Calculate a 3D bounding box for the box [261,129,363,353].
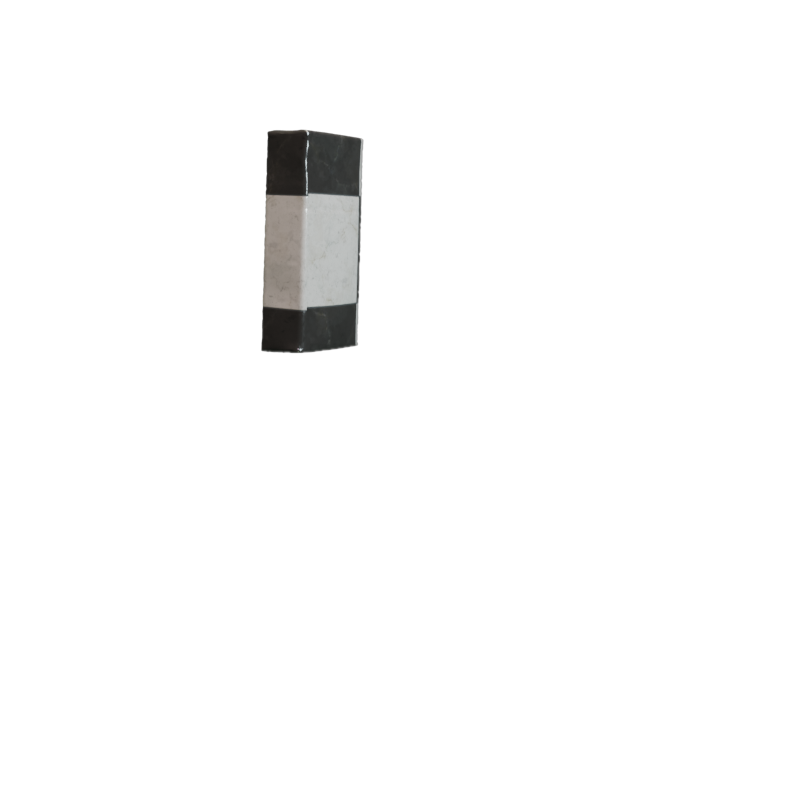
[{"bbox_3d":[-0.071,-0.129,0.905,0.050,0.176,0.090,0,1,29],"label":"box"}]
